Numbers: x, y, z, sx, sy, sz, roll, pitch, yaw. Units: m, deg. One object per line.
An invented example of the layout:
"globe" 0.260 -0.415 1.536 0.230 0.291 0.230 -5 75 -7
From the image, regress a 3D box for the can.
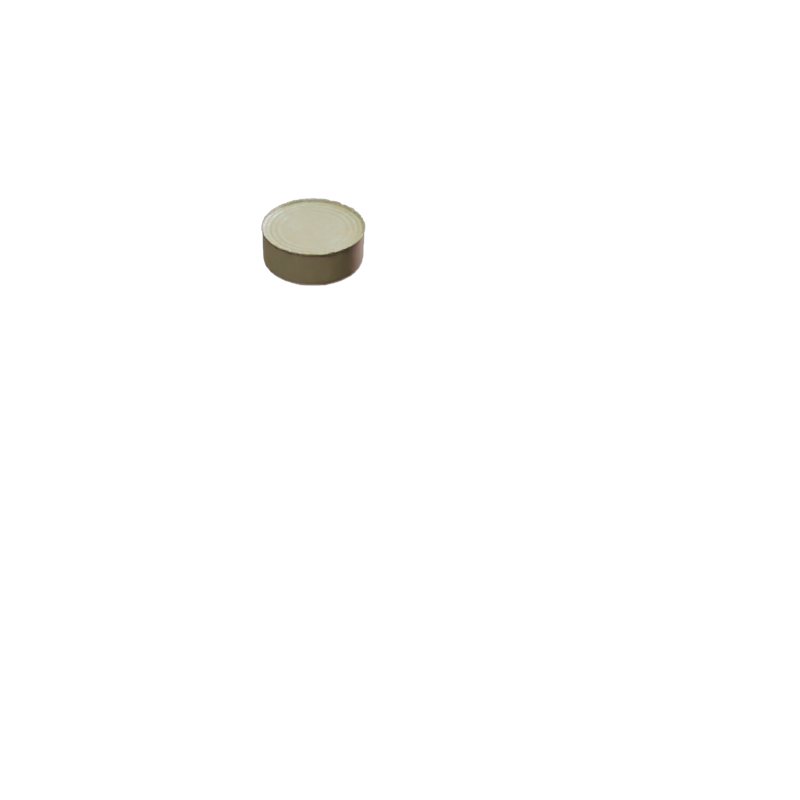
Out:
"can" -0.072 -0.132 0.922 0.086 0.031 0.092 -1 38 -2
